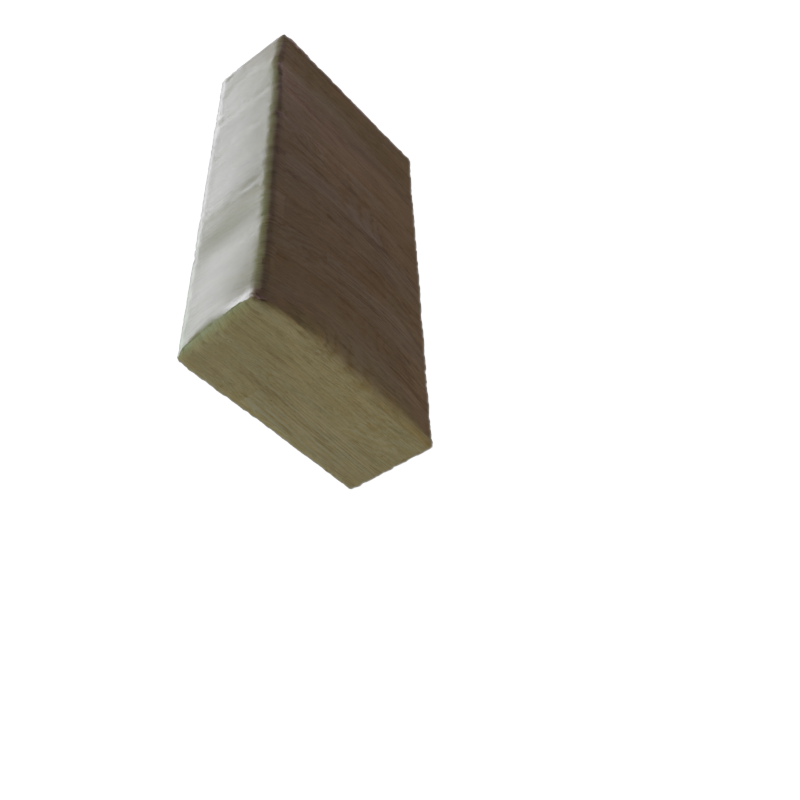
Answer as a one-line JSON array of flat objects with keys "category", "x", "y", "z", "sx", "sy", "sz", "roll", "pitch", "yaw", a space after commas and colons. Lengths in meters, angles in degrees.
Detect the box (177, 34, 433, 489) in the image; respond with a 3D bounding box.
[{"category": "box", "x": -0.035, "y": -0.063, "z": 0.445, "sx": 0.048, "sy": 0.189, "sz": 0.087, "roll": -34, "pitch": -55, "yaw": 24}]
